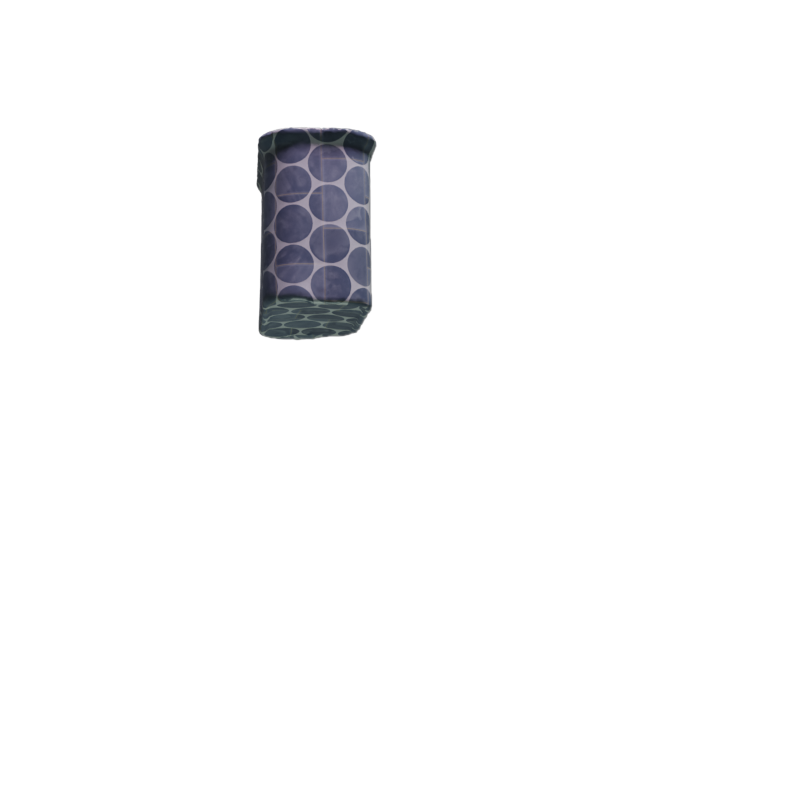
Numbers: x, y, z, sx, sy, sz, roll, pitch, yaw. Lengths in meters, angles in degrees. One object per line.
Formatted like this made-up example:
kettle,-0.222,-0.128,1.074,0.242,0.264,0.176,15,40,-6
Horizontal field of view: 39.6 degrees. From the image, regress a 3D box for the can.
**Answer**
can,-0.044,-0.079,0.556,0.057,0.086,0.100,1,-10,-7
